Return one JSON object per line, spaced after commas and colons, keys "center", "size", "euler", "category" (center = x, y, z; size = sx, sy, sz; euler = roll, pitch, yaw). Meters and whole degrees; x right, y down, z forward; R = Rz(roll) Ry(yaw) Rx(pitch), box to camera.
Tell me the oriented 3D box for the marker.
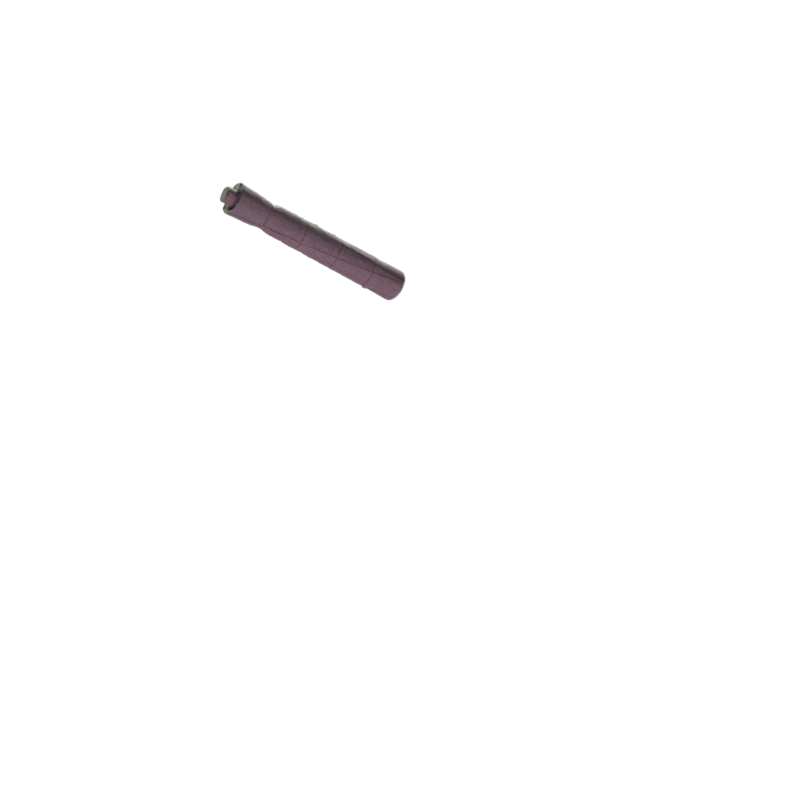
{"center": [-0.048, -0.088, 0.617], "size": [0.114, 0.020, 0.020], "euler": [26, -10, -28], "category": "marker"}
